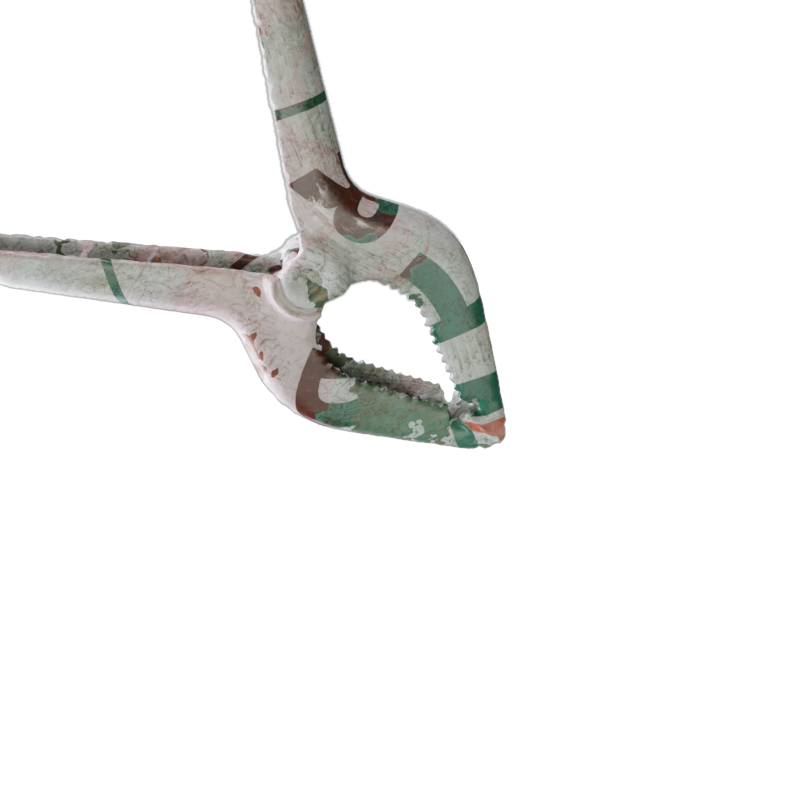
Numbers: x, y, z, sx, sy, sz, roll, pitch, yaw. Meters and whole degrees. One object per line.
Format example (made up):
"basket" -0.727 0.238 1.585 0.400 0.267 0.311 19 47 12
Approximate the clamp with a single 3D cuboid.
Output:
"clamp" -0.033 -0.060 0.421 0.205 0.162 0.038 34 15 -11
